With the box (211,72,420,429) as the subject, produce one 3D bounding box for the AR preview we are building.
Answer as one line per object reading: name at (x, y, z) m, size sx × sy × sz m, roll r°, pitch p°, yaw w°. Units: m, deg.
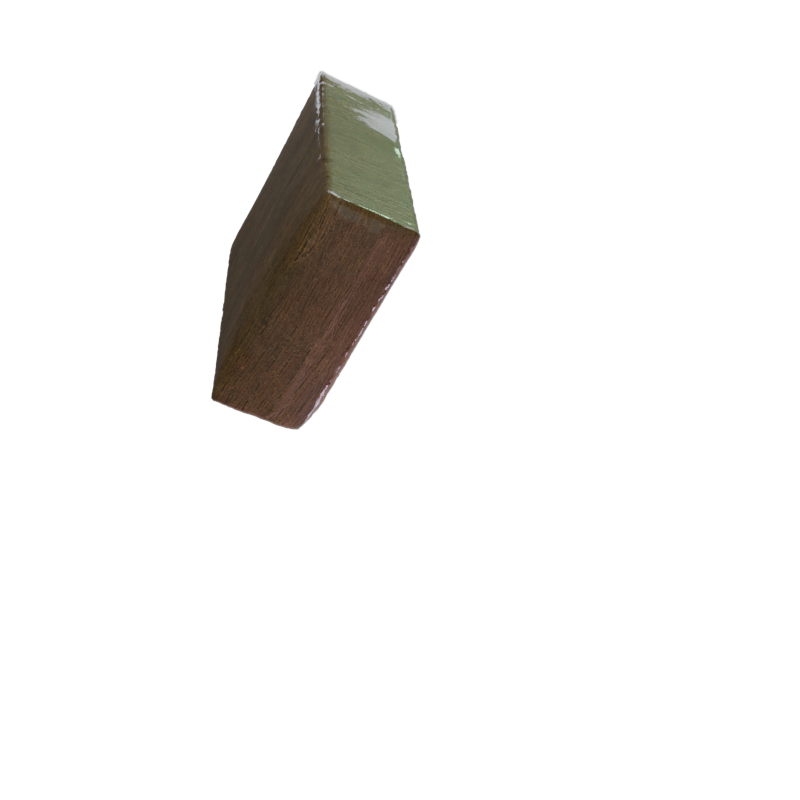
box at (-0.060, -0.109, 0.763) m, size 0.069 × 0.159 × 0.228 m, roll 24°, pitch 28°, yaw -18°
